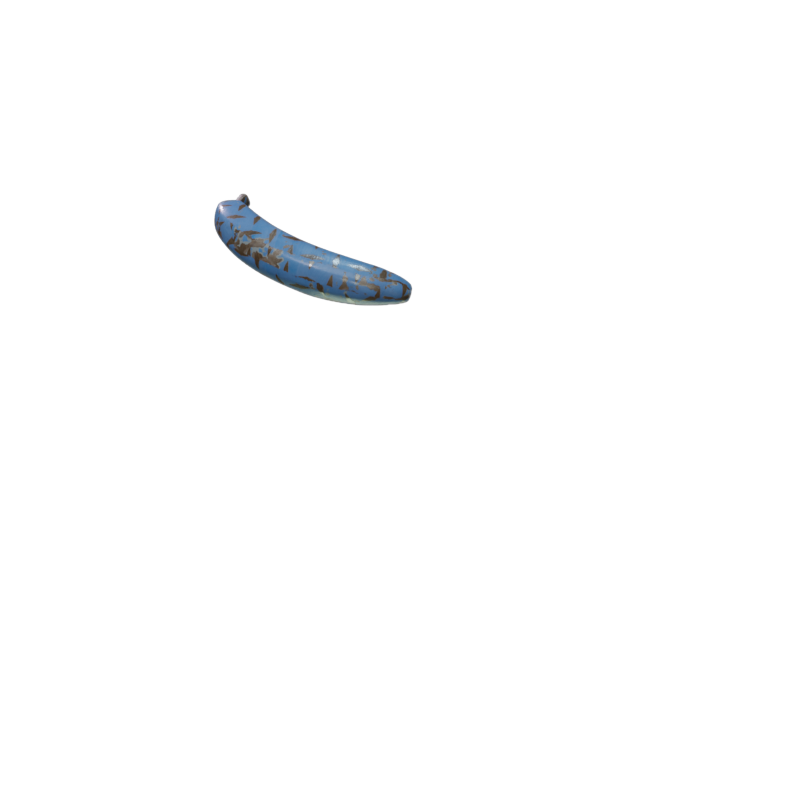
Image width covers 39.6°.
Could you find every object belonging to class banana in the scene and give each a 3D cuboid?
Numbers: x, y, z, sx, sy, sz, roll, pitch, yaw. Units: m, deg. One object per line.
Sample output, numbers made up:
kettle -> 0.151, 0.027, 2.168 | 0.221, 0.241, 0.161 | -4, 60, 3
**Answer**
banana -> -0.083, -0.116, 0.852 | 0.070, 0.034, 0.211 | -31, 49, -33
